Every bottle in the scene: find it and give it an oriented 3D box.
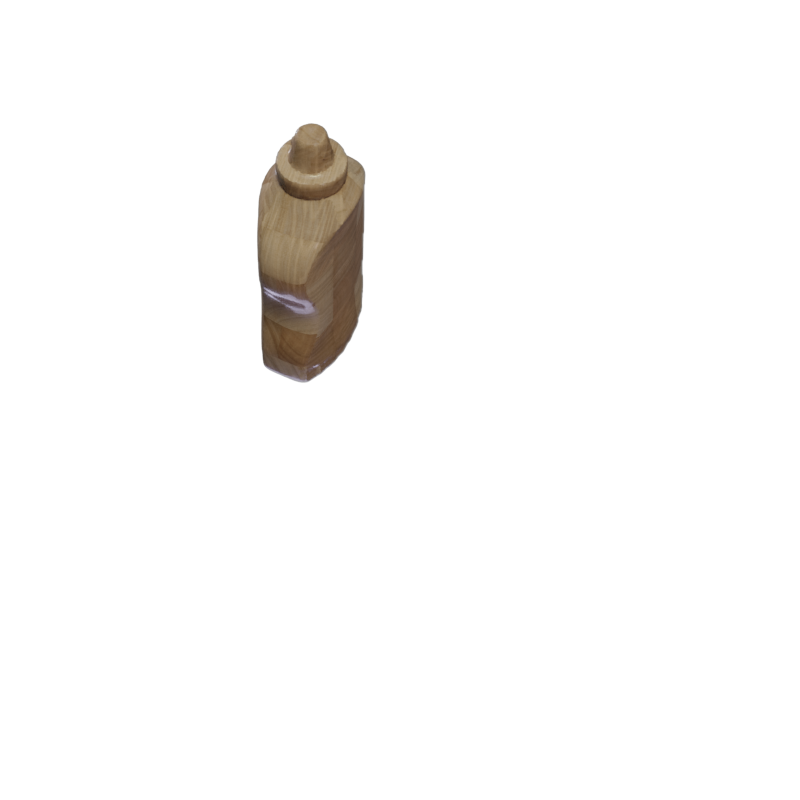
[{"bbox_3d":[-0.054,-0.098,0.683,0.060,0.100,0.179,23,-31,10],"label":"bottle"}]
